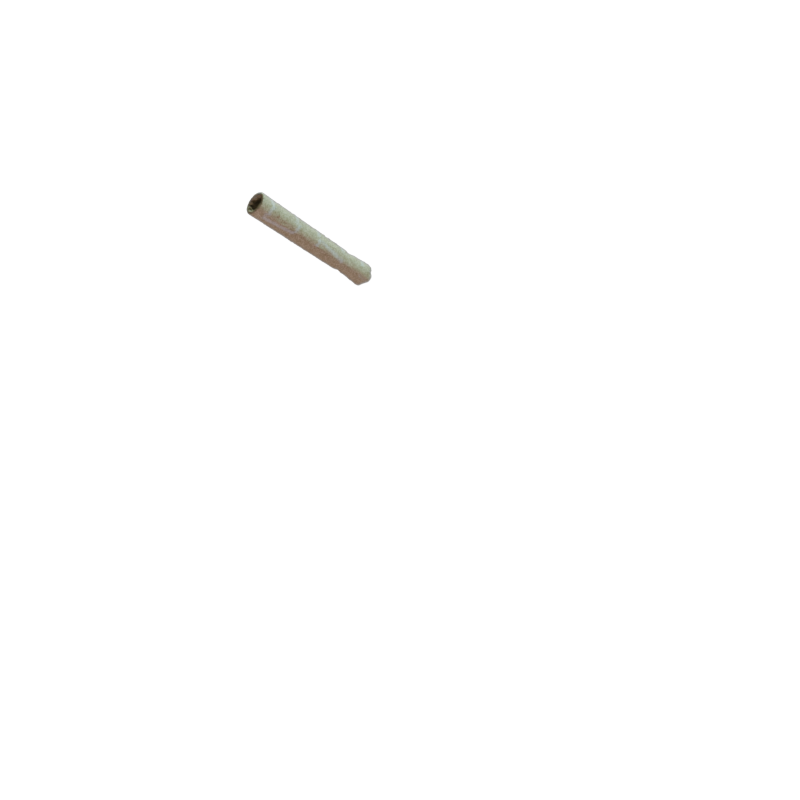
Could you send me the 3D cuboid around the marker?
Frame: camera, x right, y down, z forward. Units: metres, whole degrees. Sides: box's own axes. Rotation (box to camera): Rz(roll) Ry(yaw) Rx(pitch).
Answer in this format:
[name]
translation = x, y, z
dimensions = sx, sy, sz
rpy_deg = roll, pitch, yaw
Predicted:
[marker]
translation = -0.066, -0.120, 0.838
dimensions = 0.113, 0.020, 0.021
rpy_deg = 31, -16, -34
